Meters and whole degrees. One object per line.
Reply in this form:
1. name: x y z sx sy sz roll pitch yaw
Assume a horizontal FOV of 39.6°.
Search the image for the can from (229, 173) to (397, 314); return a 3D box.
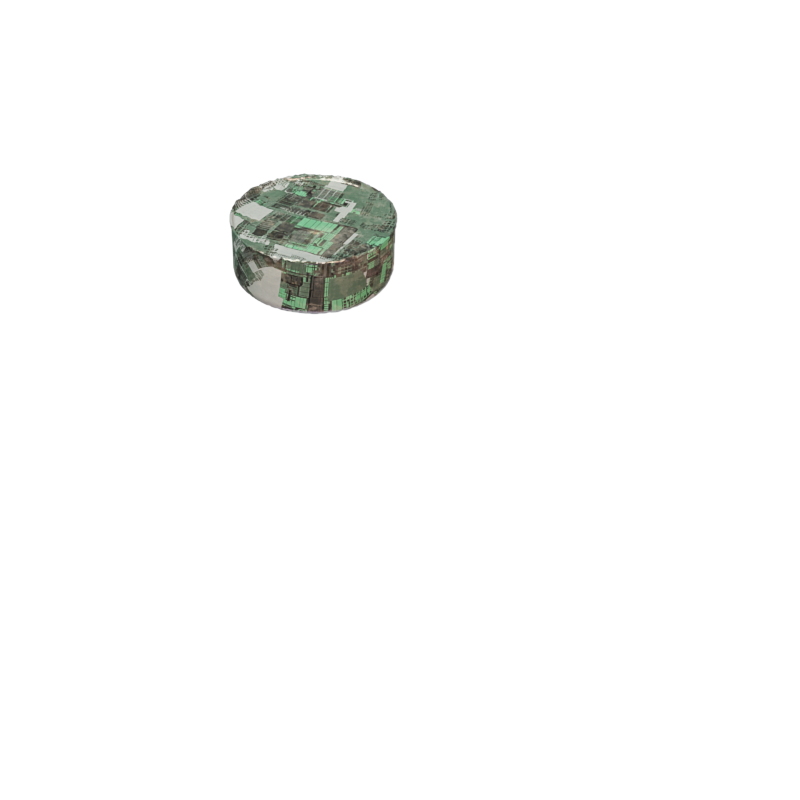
1. can: -0.045 -0.082 0.575 0.086 0.031 0.092 -1 38 -2
